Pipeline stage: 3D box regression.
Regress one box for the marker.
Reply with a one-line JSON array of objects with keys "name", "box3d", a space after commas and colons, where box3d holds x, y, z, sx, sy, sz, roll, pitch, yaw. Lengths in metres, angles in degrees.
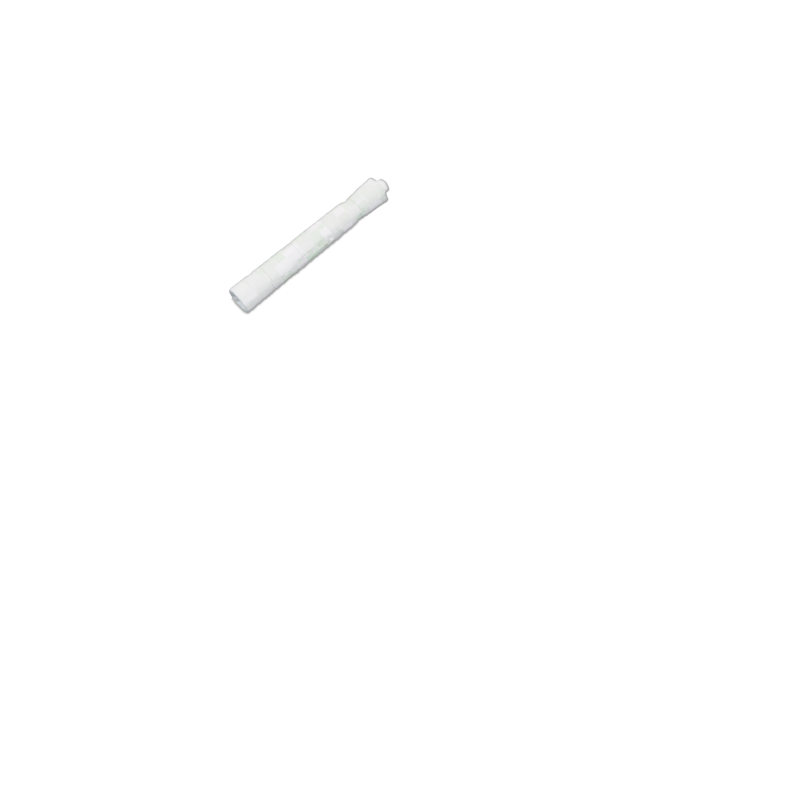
[{"name": "marker", "box3d": [-0.054, -0.098, 0.687, 0.122, 0.019, 0.020, -41, 17, -15]}]
